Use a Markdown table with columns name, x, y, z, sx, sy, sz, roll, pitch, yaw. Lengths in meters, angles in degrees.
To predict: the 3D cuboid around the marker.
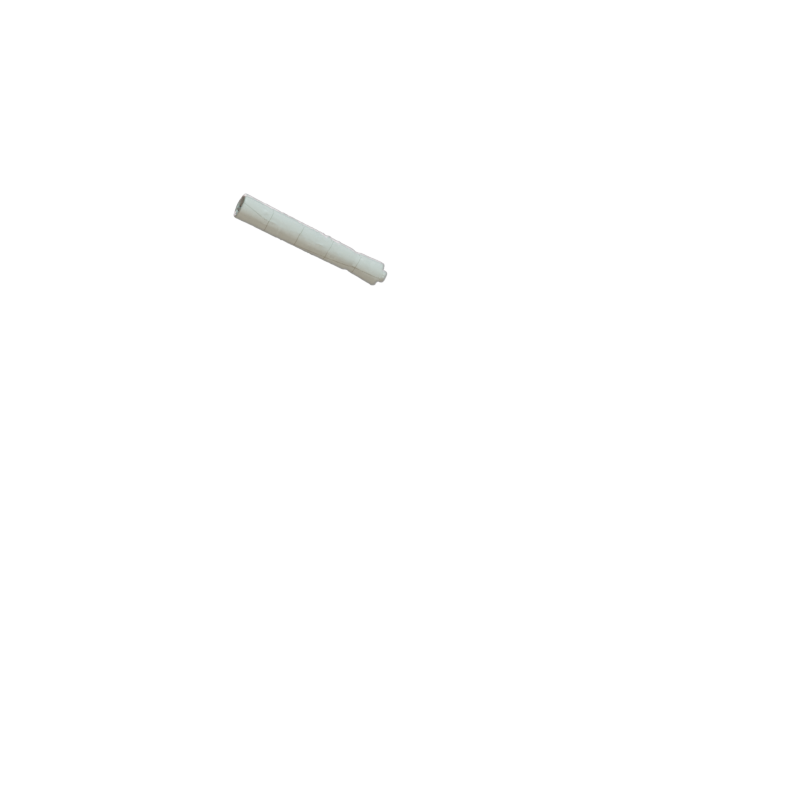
| name | x | y | z | sx | sy | sz | roll | pitch | yaw |
| --- | --- | --- | --- | --- | --- | --- | --- | --- | --- |
| marker | -0.062 | -0.114 | 0.796 | 0.117 | 0.020 | 0.020 | 25 | -5 | -17 |
